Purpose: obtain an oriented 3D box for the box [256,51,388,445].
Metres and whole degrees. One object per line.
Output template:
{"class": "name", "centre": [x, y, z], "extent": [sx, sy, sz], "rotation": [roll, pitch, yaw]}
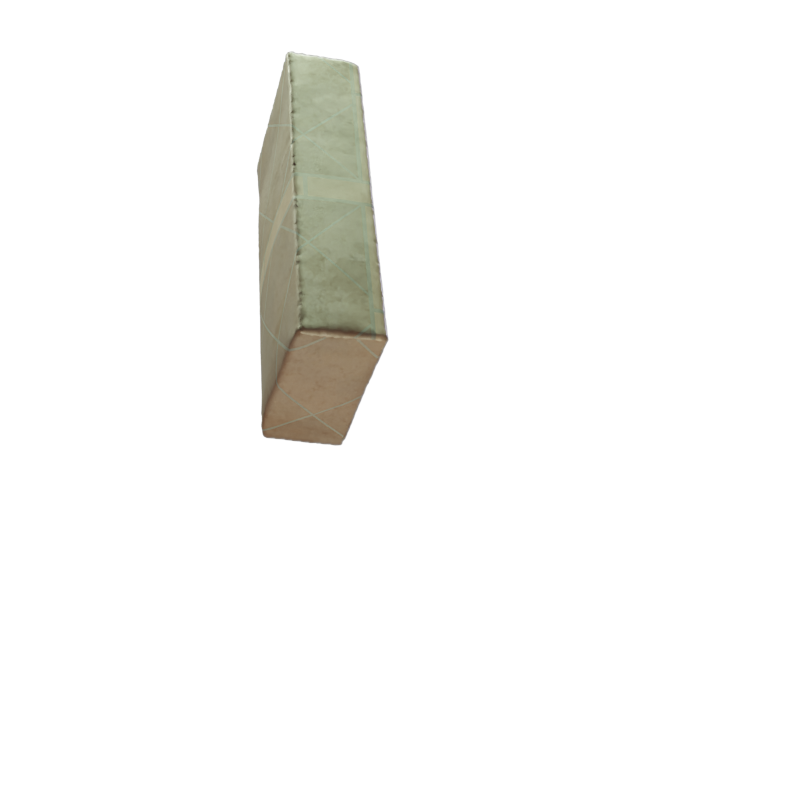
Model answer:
{"class": "box", "centre": [-0.042, -0.078, 0.544], "extent": [0.047, 0.189, 0.089], "rotation": [7, -37, -14]}
